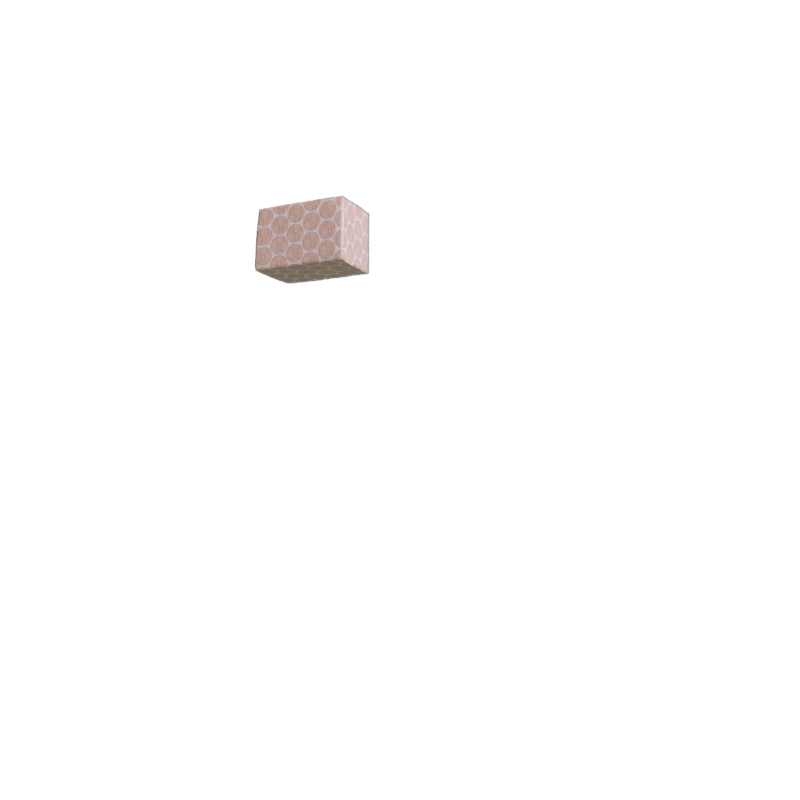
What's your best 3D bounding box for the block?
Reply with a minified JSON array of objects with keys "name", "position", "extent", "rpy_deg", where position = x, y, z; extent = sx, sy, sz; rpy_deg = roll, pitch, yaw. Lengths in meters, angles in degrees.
[{"name":"block","position":[-0.069,-0.126,0.882],"extent":[0.080,0.053,0.050],"rpy_deg":[-5,-13,25]}]
